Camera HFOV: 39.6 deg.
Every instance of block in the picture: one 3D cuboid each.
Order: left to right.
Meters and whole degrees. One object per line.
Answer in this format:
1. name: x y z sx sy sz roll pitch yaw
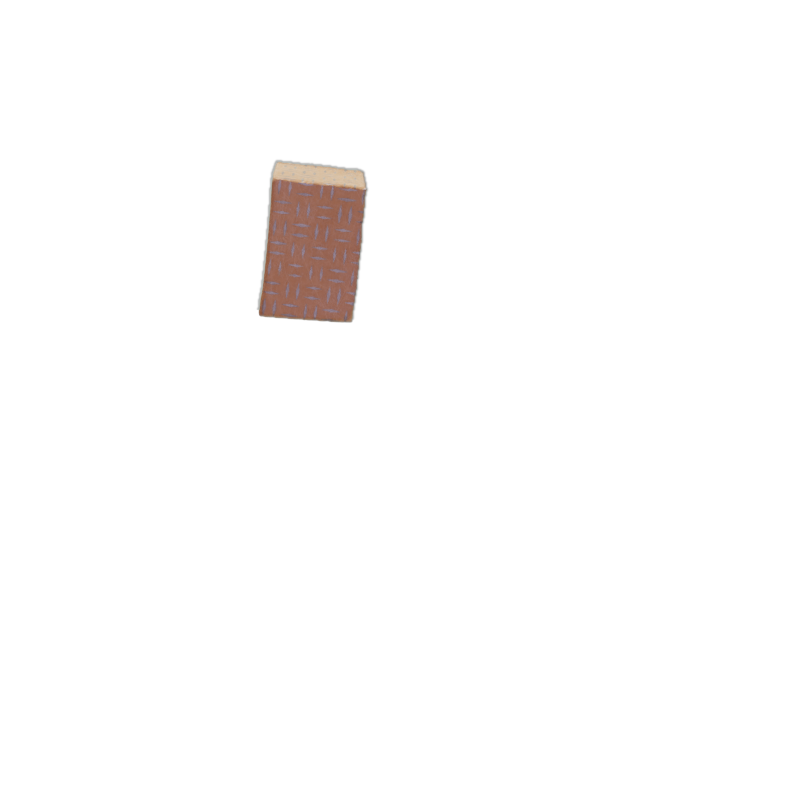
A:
1. block: -0.048 -0.088 0.614 0.052 0.076 0.053 6 15 -4
